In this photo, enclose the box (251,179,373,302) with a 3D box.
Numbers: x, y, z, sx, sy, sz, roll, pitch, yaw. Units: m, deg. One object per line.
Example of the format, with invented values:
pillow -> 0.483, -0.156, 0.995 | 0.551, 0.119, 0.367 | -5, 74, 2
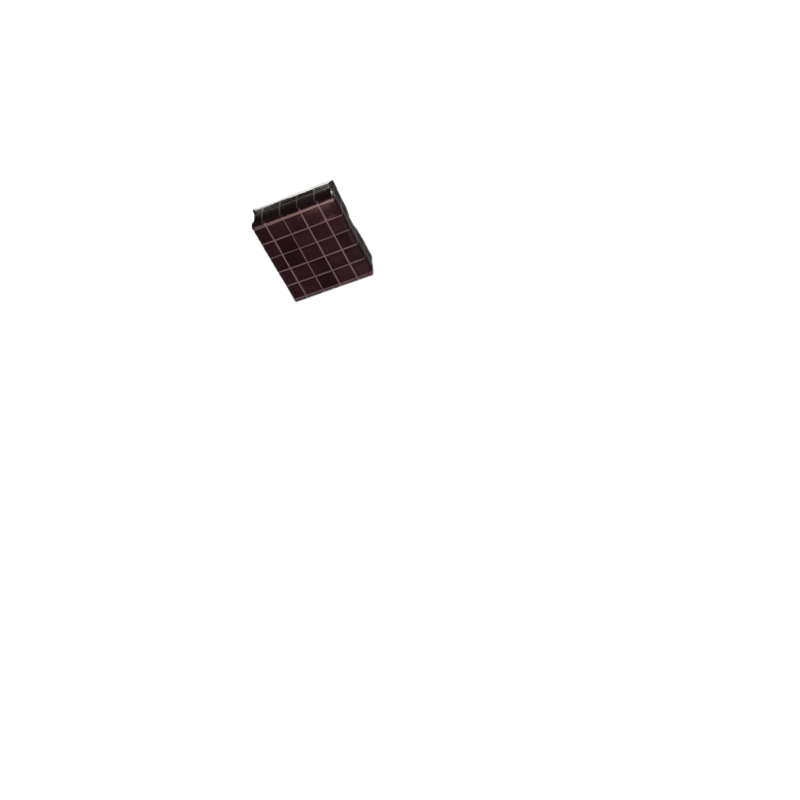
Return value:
box -> -0.072, -0.132, 0.921 | 0.073, 0.083, 0.032 | -19, 35, 14
